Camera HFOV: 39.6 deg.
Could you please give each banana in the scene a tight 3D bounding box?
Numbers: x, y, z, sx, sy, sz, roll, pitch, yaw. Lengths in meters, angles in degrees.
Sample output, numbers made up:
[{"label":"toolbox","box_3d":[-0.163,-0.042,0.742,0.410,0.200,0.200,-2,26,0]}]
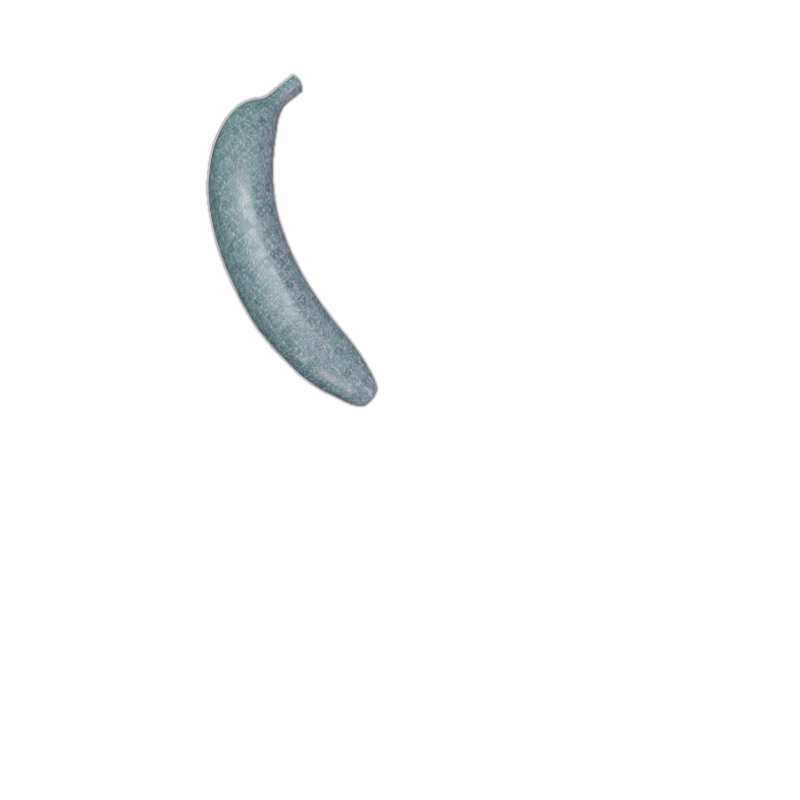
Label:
[{"label":"banana","box_3d":[-0.067,-0.088,0.621,0.069,0.204,0.036,-13,-11,-3]}]
